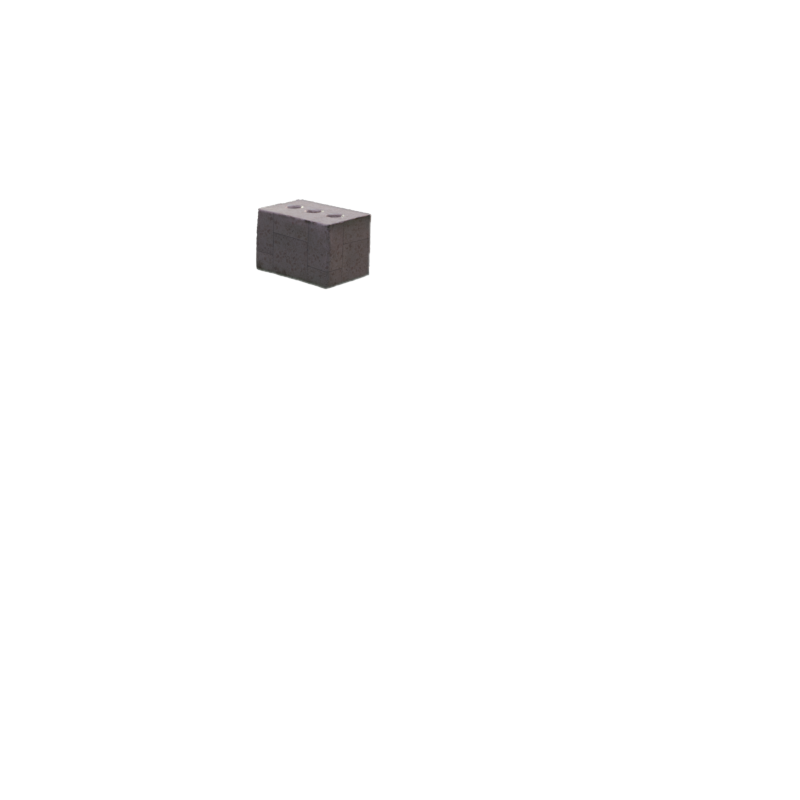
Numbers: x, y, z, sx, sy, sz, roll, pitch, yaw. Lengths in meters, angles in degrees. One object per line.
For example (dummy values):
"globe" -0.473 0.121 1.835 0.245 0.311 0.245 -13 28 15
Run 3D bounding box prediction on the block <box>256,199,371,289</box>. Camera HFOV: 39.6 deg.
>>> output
"block" -0.068 -0.124 0.868 0.082 0.049 0.052 17 25 38
